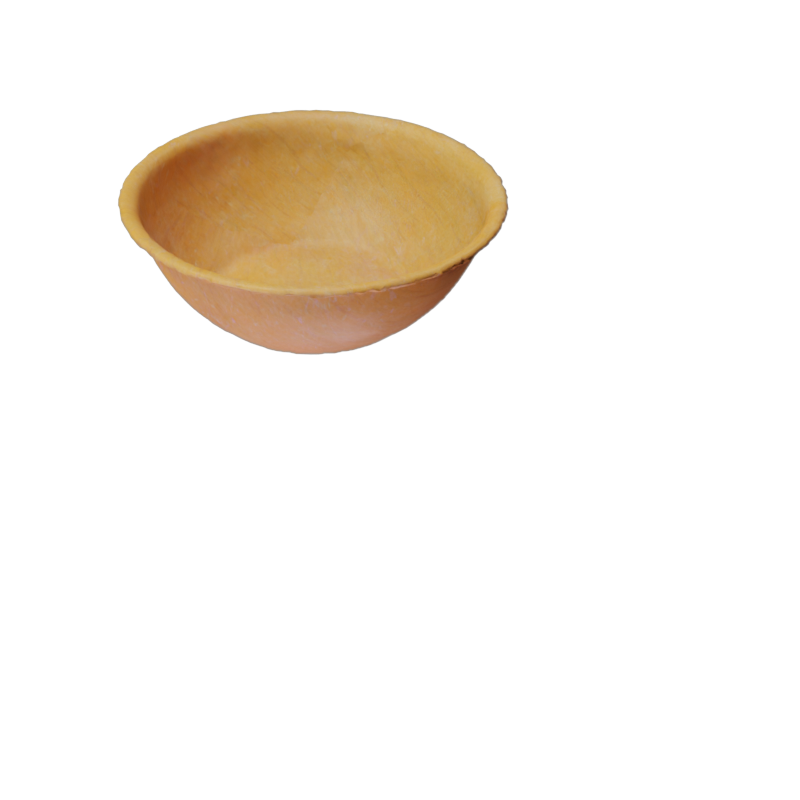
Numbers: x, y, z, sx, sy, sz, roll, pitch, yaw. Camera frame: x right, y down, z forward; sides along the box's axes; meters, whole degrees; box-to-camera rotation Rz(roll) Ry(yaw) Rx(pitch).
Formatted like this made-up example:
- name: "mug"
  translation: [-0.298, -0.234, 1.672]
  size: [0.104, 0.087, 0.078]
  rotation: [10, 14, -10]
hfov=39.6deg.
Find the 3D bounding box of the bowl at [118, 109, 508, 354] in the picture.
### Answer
- name: "bowl"
  translation: [-0.037, -0.068, 0.476]
  size: [0.162, 0.052, 0.173]
  rotation: [-1, 35, -2]
